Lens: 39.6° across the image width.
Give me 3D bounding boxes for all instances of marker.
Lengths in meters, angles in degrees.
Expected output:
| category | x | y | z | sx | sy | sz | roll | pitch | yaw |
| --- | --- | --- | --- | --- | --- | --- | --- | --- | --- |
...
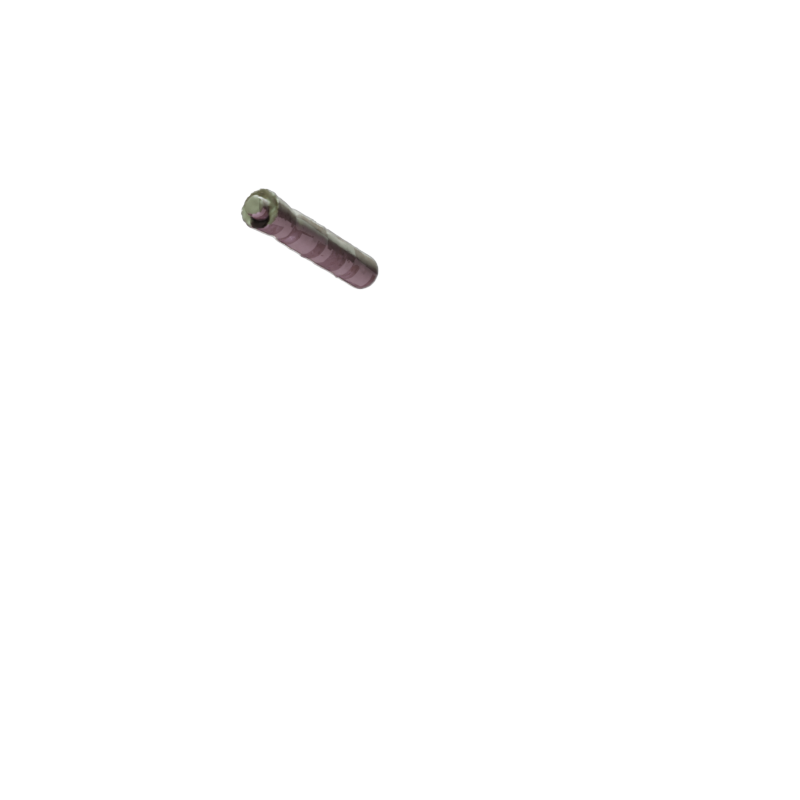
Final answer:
| category | x | y | z | sx | sy | sz | roll | pitch | yaw |
| --- | --- | --- | --- | --- | --- | --- | --- | --- | --- |
| marker | -0.041 | -0.076 | 0.530 | 0.020 | 0.020 | 0.114 | 2 | -8 | 23 |
